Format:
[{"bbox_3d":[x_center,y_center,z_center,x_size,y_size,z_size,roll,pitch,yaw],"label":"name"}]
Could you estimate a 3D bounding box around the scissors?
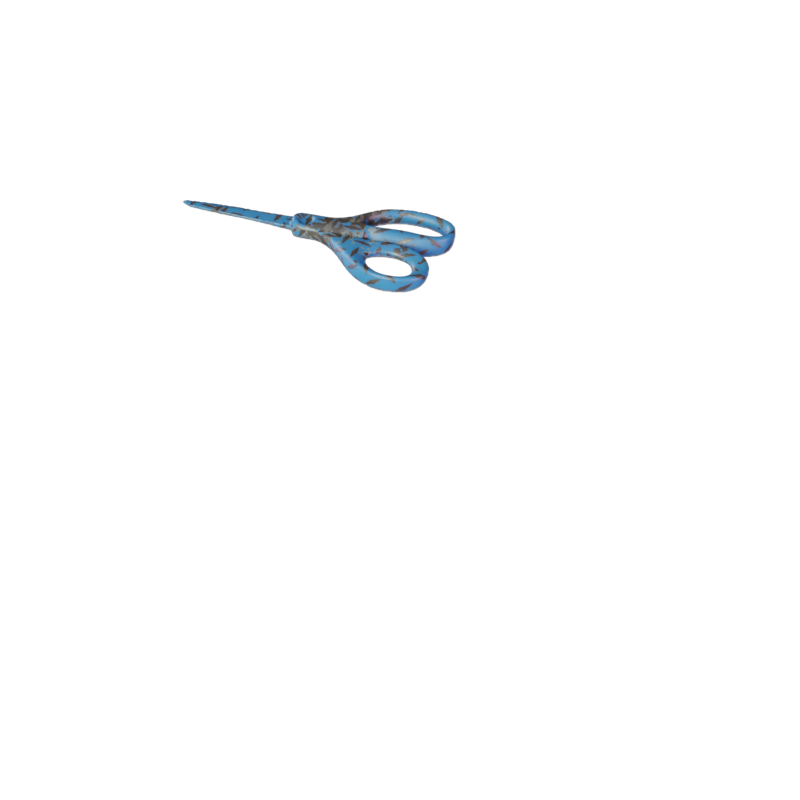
[{"bbox_3d":[-0.062,-0.113,0.789,0.202,0.015,0.103,2,40,3],"label":"scissors"}]
